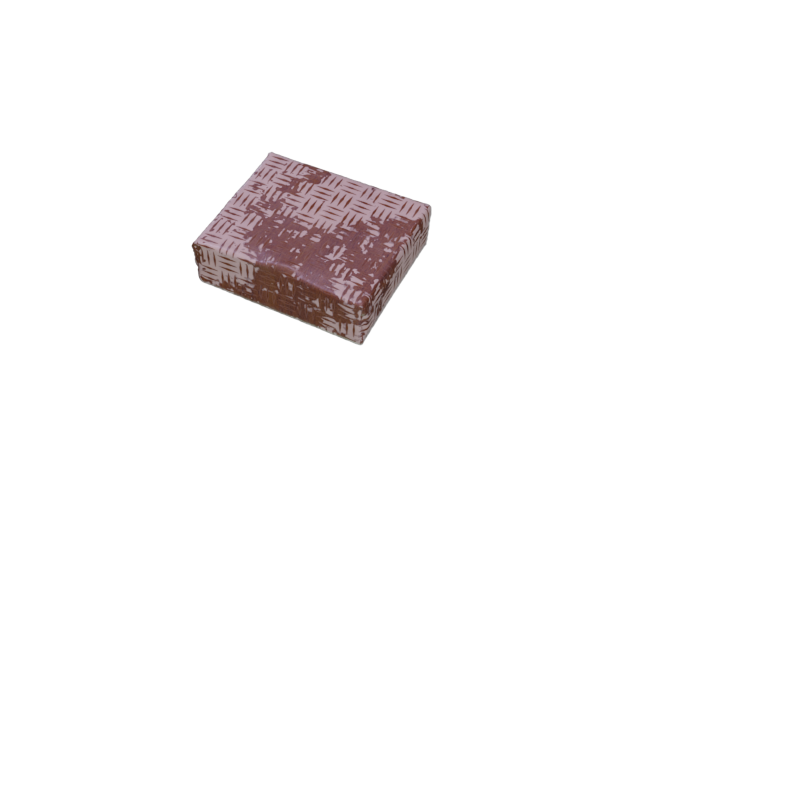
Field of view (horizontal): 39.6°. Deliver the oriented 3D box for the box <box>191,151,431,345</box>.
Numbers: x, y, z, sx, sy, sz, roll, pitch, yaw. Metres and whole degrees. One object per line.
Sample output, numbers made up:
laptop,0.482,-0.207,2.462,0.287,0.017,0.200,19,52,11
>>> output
box,-0.041,-0.074,0.519,0.093,0.076,0.028,21,-38,17
